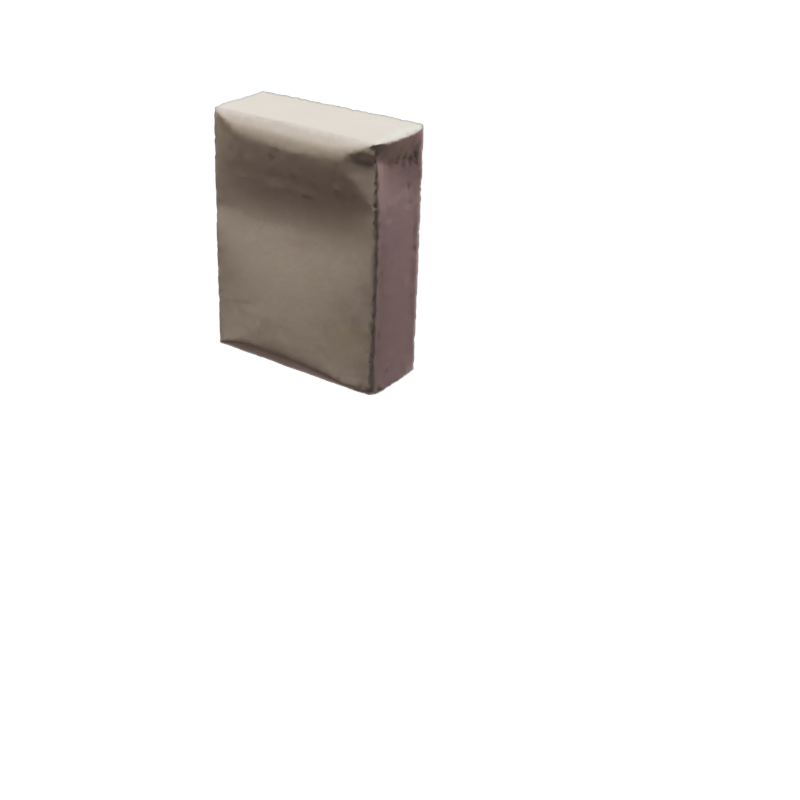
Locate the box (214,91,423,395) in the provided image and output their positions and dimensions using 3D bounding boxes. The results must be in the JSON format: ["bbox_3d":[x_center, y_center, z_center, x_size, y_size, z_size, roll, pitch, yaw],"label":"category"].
[{"bbox_3d":[-0.070,-0.128,0.899,0.173,0.203,0.072,19,29,32],"label":"box"}]
